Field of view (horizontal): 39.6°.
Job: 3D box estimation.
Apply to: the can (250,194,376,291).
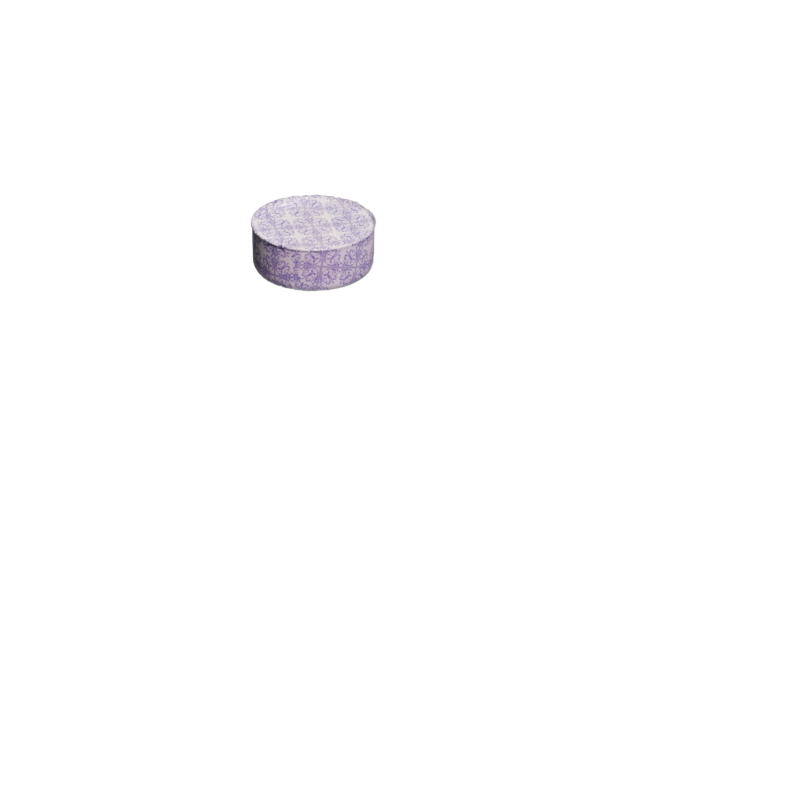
[{"bbox_3d":[-0.060,-0.109,0.767,0.086,0.032,0.091,-1,33,-2],"label":"can"}]
